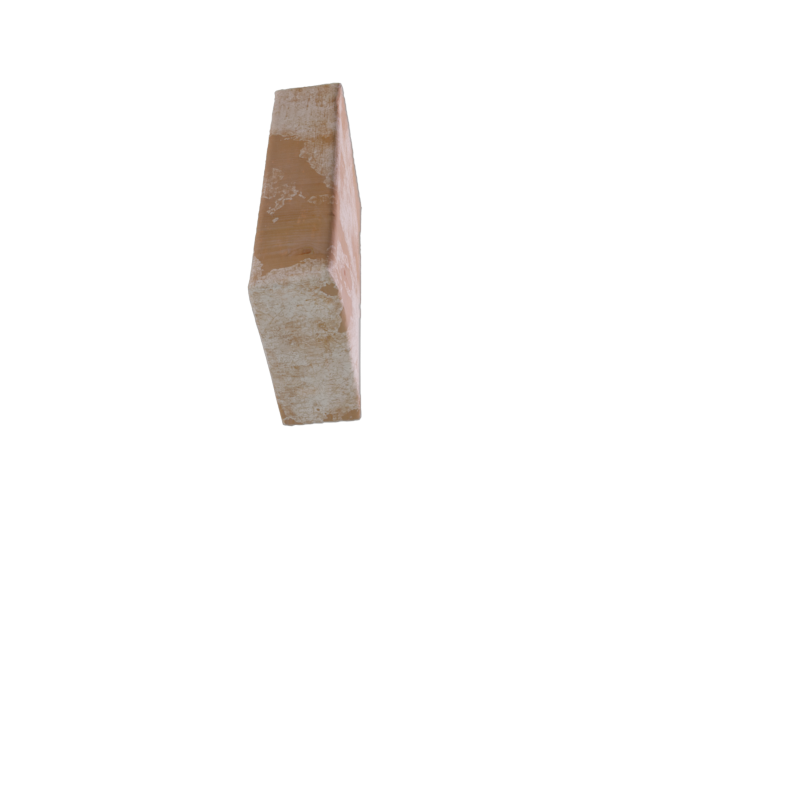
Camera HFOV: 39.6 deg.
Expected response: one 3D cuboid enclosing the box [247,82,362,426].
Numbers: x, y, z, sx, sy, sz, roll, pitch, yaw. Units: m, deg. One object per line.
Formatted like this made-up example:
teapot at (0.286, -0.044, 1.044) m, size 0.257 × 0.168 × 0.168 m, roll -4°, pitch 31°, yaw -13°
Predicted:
box at (-0.046, -0.083, 0.581) m, size 0.048 × 0.087 × 0.189 m, roll -7°, pitch 41°, yaw 2°
